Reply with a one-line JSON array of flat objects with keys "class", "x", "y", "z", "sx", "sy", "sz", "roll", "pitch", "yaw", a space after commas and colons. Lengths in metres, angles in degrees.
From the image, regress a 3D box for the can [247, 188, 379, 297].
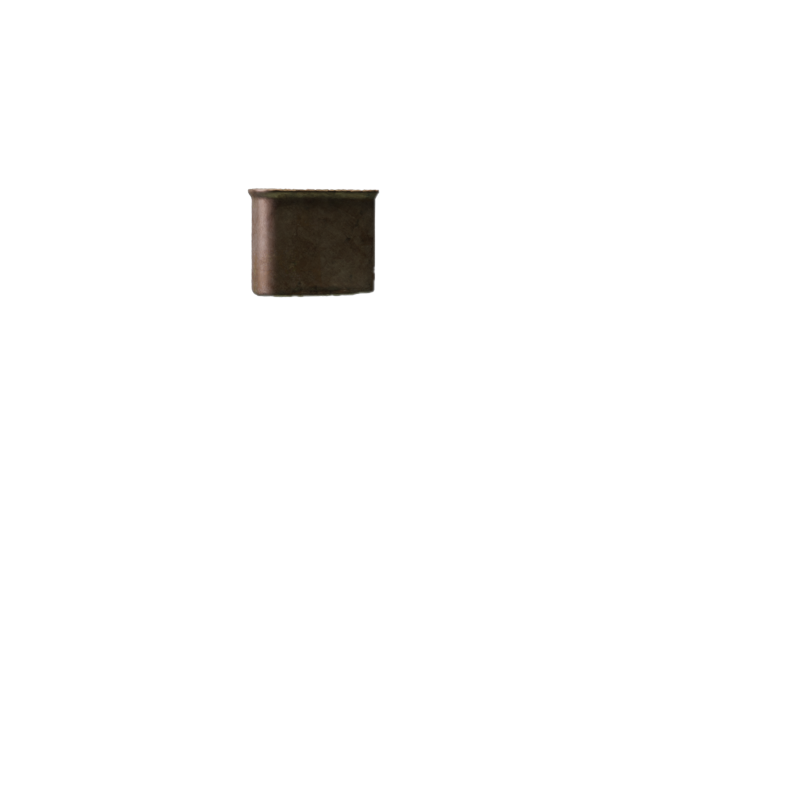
[{"class": "can", "x": -0.069, "y": -0.126, "z": 0.881, "sx": 0.100, "sy": 0.083, "sz": 0.059, "roll": -2, "pitch": 5, "yaw": -17}]
